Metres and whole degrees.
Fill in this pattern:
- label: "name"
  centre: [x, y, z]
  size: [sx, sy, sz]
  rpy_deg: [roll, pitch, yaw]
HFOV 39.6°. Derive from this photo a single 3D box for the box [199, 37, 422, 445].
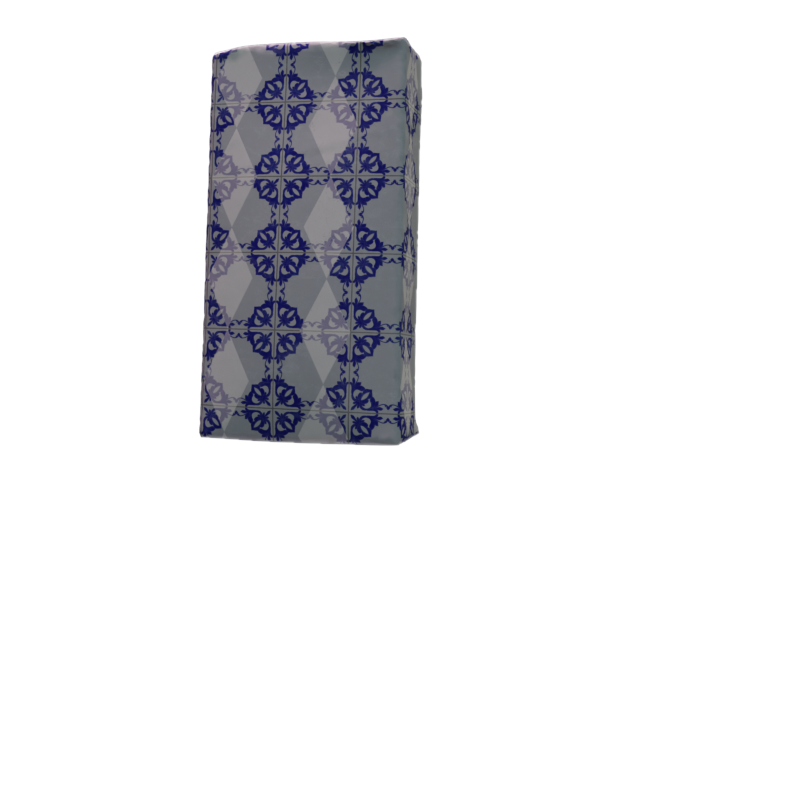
- label: "box"
  centre: [-0.039, -0.071, 0.499]
  size: [0.095, 0.178, 0.047]
  rpy_deg: [-1, -3, 15]
